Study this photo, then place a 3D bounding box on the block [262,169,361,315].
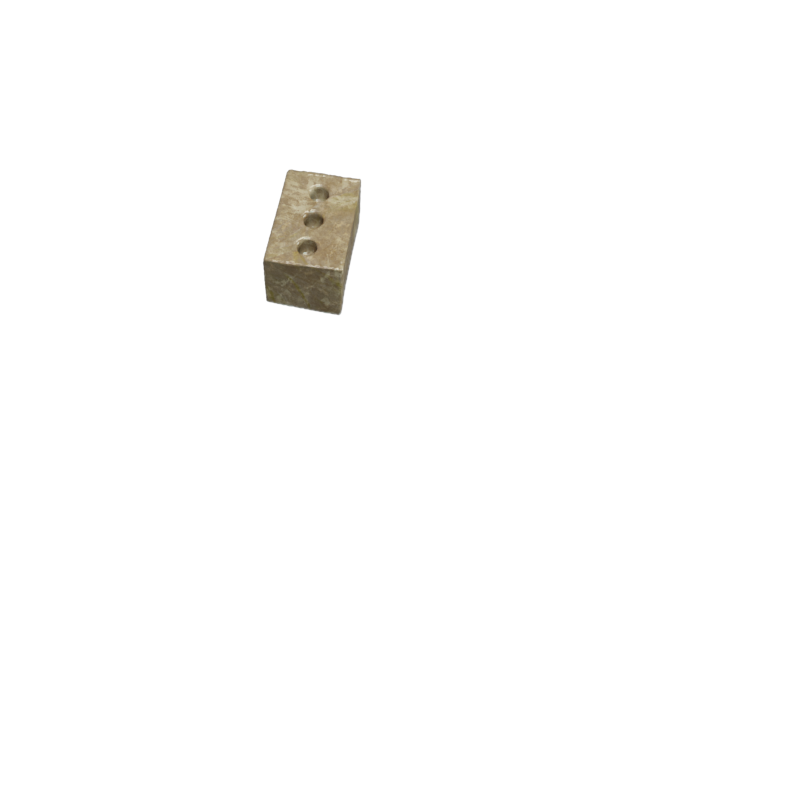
[{"bbox_3d":[-0.058,-0.106,0.741,0.053,0.083,0.048,8,-32,3],"label":"block"}]
